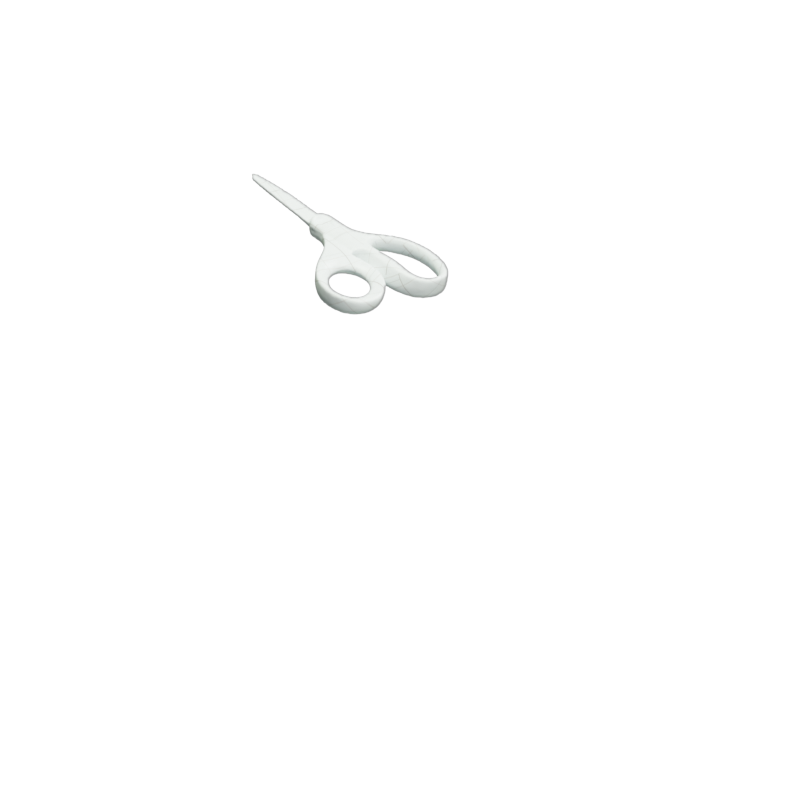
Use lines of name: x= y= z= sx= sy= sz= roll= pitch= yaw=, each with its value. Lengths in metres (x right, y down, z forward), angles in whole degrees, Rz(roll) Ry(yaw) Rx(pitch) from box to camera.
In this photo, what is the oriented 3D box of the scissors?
scissors: x=-0.061 y=-0.111 z=0.775 sx=0.214 sy=0.015 sz=0.097 roll=27 pitch=44 yaw=31
